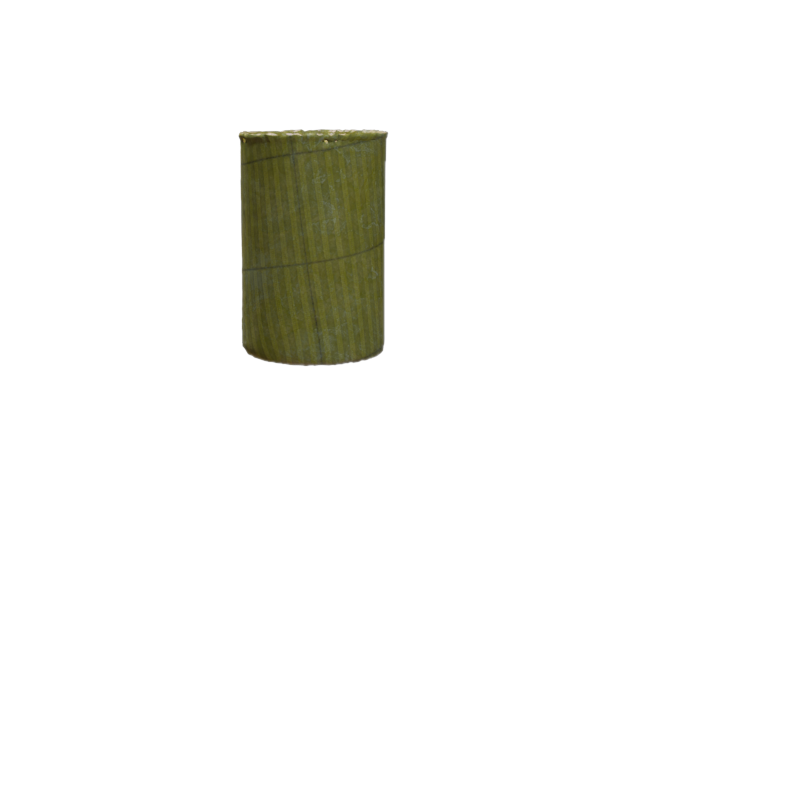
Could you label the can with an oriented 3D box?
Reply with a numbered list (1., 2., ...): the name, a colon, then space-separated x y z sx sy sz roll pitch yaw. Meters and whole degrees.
1. can: -0.040 -0.073 0.512 0.068 0.100 0.070 0 10 -2
